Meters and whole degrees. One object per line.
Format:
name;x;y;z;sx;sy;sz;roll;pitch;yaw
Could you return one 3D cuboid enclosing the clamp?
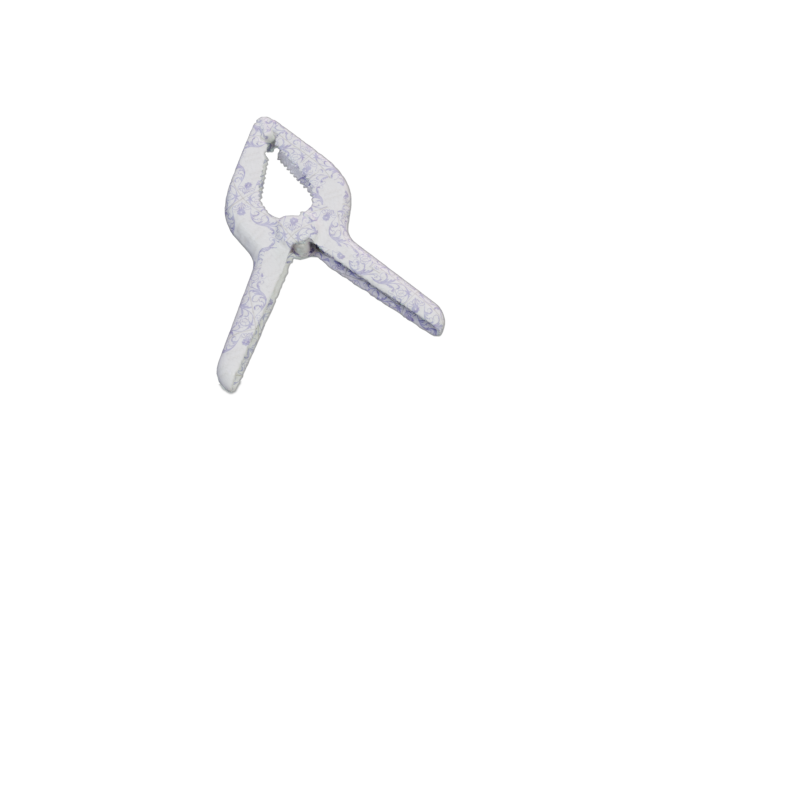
clamp;-0.064;-0.116;0.815;0.164;0.223;0.034;-9;-24;-4
